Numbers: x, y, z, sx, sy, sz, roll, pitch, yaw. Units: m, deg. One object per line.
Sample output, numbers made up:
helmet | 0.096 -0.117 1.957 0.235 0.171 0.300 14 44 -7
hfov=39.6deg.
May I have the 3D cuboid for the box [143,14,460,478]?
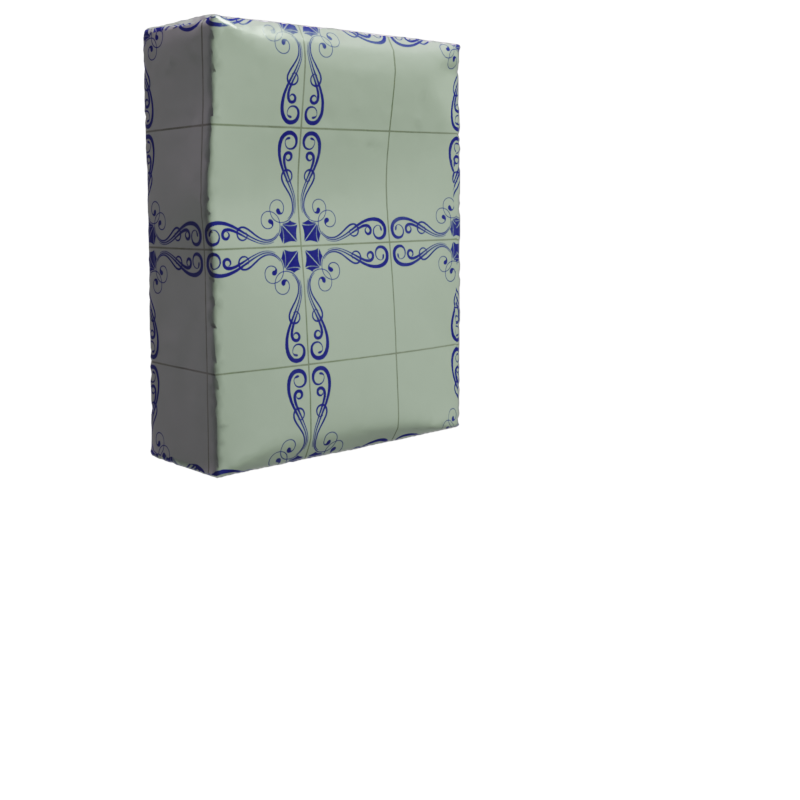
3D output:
box | -0.045 -0.082 0.573 0.159 0.212 0.075 -5 6 -40
